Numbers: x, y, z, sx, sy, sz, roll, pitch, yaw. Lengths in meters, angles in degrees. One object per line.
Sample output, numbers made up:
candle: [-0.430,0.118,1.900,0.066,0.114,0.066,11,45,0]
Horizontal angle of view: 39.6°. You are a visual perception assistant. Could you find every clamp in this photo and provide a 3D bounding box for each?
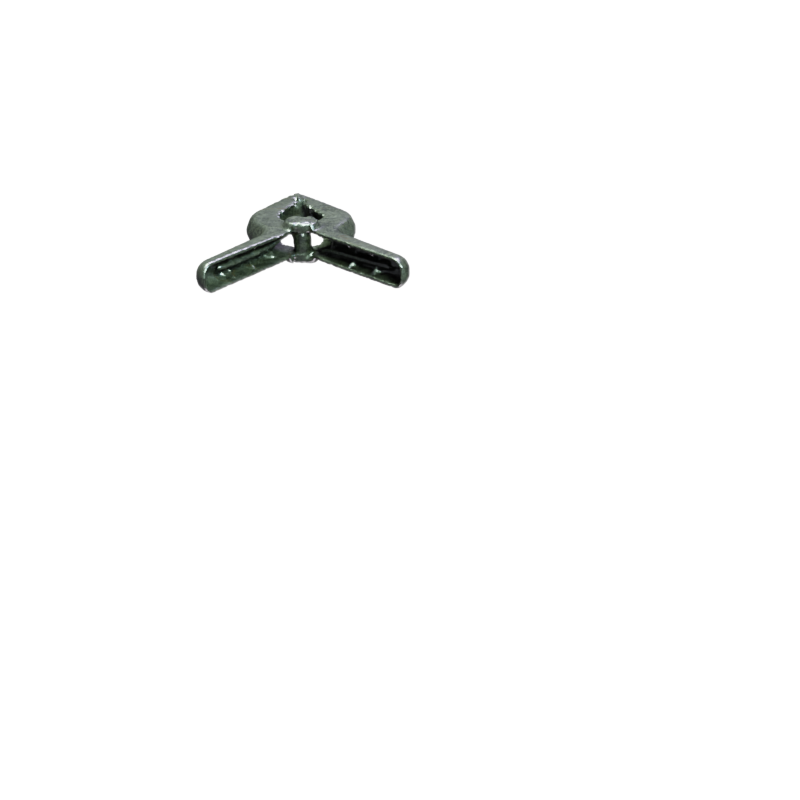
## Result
clamp: [-0.073,-0.134,0.938,0.165,0.035,0.219,1,24,3]
